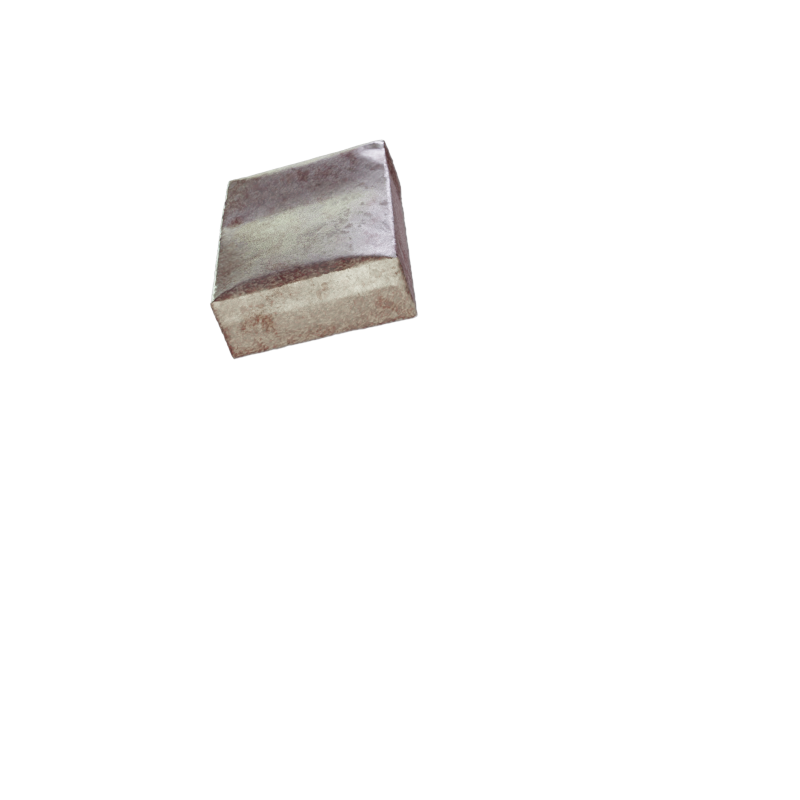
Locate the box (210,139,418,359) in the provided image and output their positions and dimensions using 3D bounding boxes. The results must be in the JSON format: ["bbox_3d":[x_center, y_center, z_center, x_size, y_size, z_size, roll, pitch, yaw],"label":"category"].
[{"bbox_3d":[-0.078,-0.143,1.000,0.165,0.067,0.229,-14,37,7],"label":"box"}]
